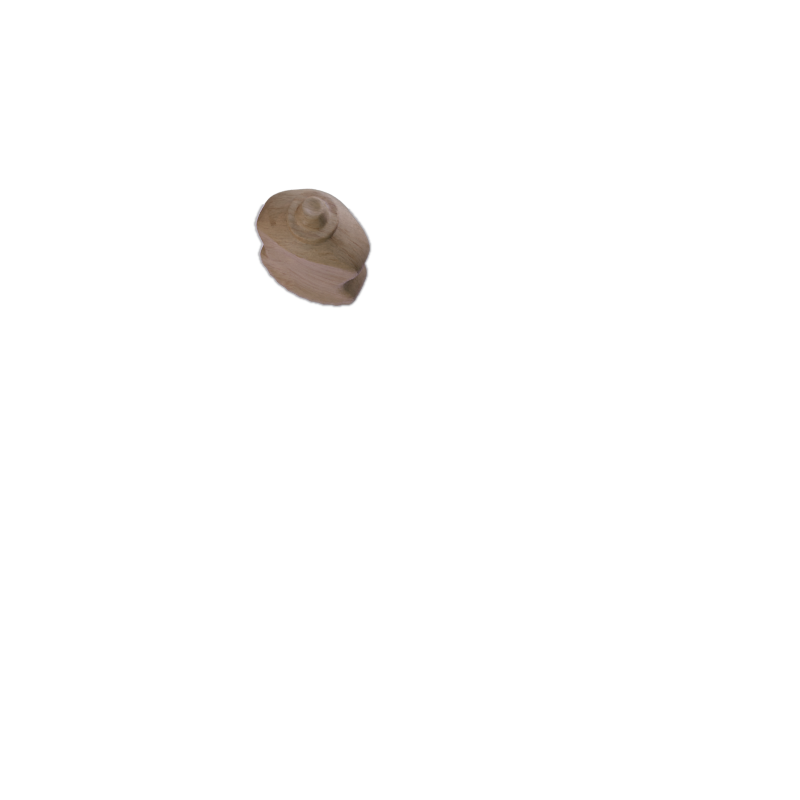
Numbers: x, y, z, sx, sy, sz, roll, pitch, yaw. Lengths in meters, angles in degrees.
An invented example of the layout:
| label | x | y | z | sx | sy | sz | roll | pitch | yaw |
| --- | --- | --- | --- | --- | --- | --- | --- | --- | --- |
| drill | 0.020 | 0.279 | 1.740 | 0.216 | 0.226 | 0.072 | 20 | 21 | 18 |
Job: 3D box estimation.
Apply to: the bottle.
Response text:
| label | x | y | z | sx | sy | sz | roll | pitch | yaw |
| --- | --- | --- | --- | --- | --- | --- | --- | --- | --- |
| bottle | -0.073 | -0.132 | 0.924 | 0.097 | 0.059 | 0.186 | 28 | -10 | 2 |
